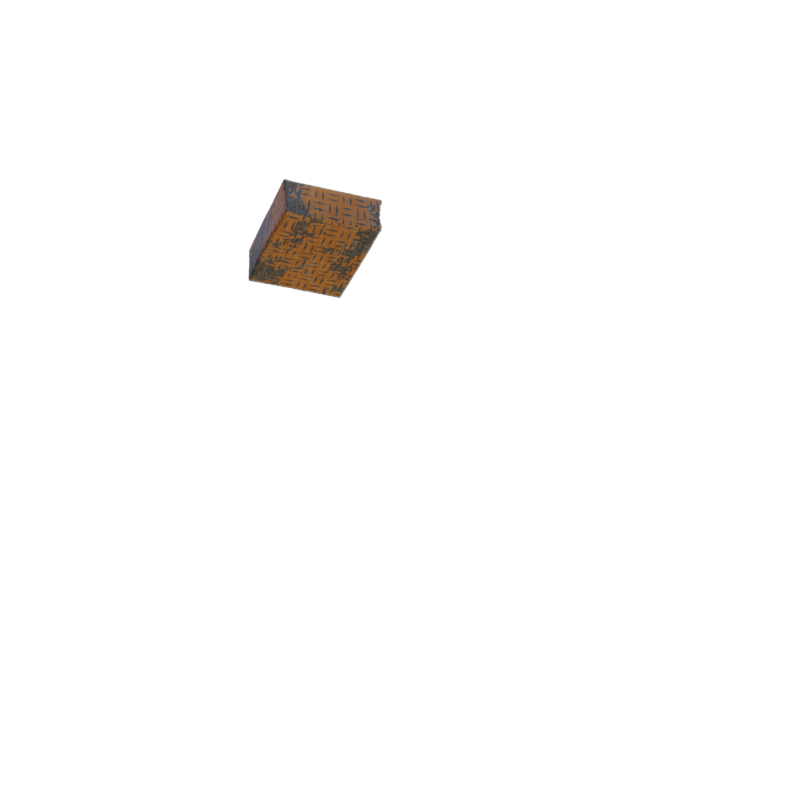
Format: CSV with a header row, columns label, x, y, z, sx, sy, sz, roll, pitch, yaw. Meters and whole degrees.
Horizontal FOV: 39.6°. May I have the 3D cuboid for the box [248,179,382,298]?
label,x,y,z,sx,sy,sz,roll,pitch,yaw
box,-0.076,-0.139,0.974,0.087,0.041,0.110,10,-31,-18
